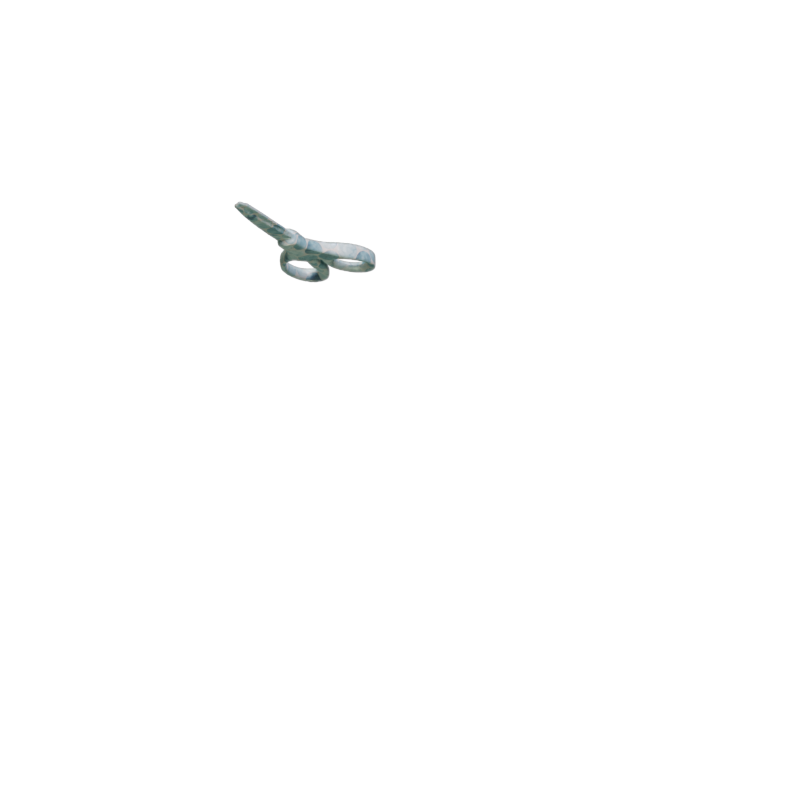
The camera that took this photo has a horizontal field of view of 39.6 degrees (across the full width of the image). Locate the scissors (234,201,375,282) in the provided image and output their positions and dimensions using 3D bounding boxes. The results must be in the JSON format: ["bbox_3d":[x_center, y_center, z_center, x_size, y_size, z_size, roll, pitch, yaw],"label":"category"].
[{"bbox_3d":[-0.074,-0.135,0.946,0.097,0.016,0.193,-1,-10,5],"label":"scissors"}]
